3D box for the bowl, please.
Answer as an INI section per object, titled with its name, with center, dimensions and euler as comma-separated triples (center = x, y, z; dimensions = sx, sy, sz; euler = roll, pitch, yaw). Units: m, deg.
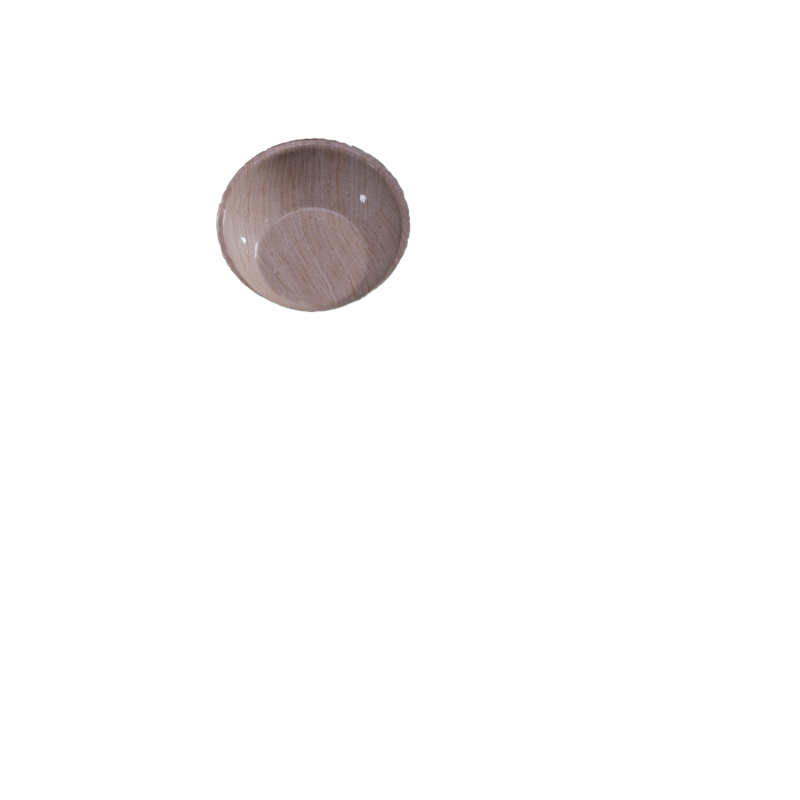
[bowl]
center = -0.071, -0.129, 0.903
dimensions = 0.162, 0.152, 0.058
euler = 1, 31, -1
